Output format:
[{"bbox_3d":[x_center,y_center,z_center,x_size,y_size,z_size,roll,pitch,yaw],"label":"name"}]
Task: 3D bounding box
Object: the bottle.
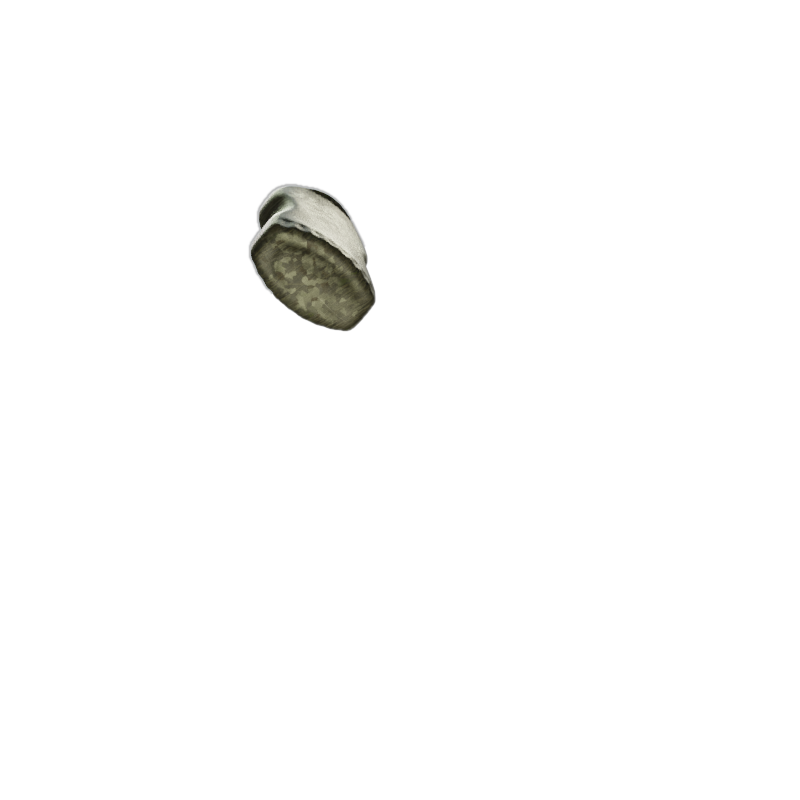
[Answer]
[{"bbox_3d":[-0.069,-0.124,0.873,0.093,0.057,0.201,34,17,-16],"label":"bottle"}]
